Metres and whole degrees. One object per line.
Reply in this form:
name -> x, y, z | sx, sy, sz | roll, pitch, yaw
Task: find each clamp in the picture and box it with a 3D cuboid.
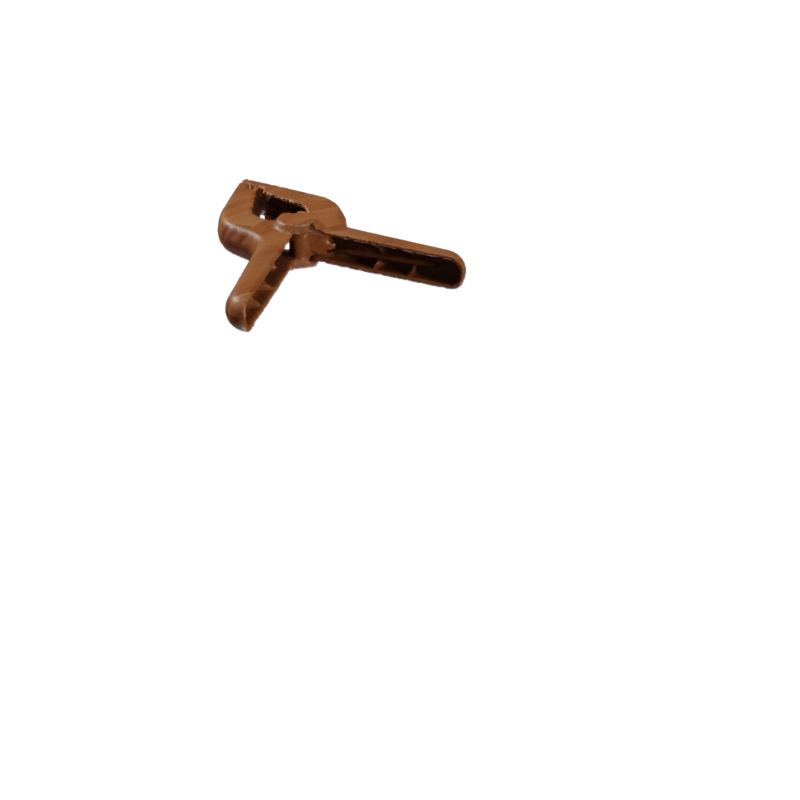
clamp -> -0.061, -0.112, 0.782 | 0.162, 0.034, 0.225 | -9, 30, -16
